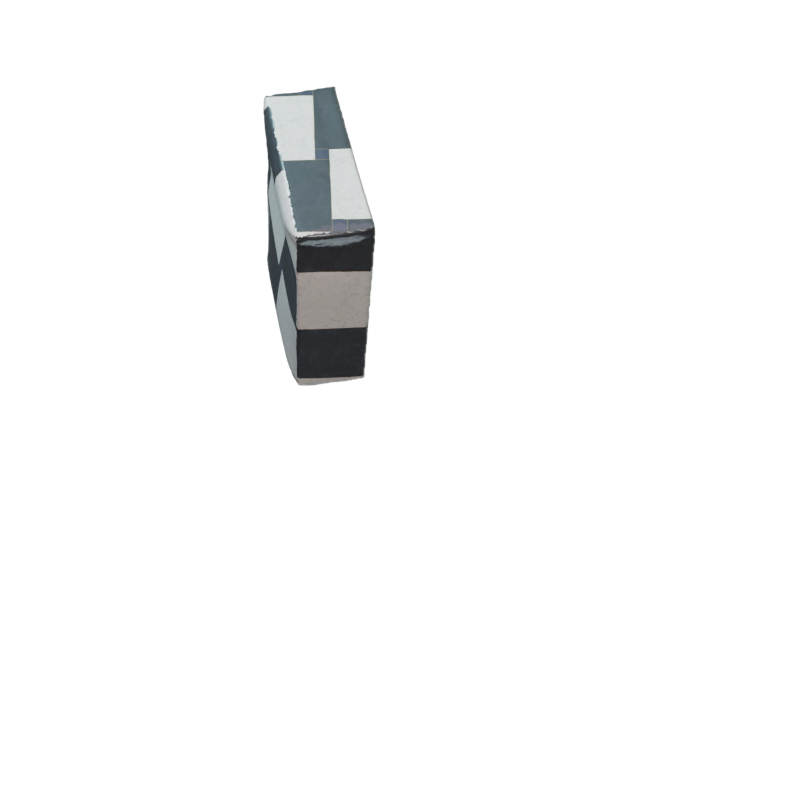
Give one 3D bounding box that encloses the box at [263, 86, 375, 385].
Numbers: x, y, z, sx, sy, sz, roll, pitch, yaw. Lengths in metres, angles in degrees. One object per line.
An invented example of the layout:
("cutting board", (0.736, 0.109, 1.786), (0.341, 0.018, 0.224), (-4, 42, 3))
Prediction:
("box", (-0.076, -0.138, 0.970), (0.071, 0.177, 0.200), (-8, -35, -10))
